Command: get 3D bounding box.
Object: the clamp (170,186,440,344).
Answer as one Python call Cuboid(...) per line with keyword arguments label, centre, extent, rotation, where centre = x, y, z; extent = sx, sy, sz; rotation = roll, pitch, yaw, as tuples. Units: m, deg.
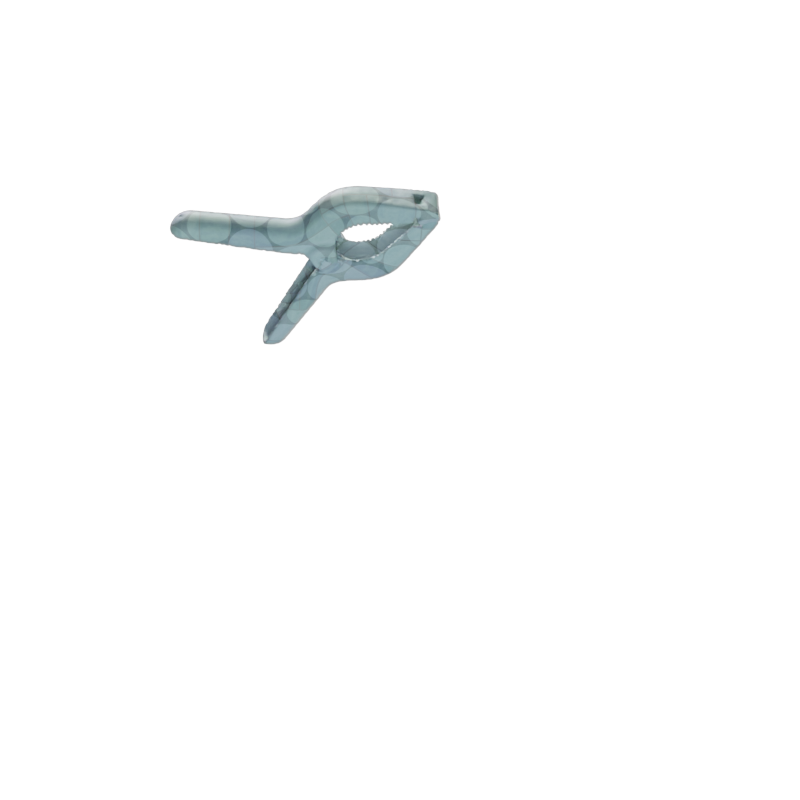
Cuboid(label="clamp", centre=(-0.071, -0.129, 0.904), extent=(0.211, 0.039, 0.152), rotation=(-22, -45, 24))
